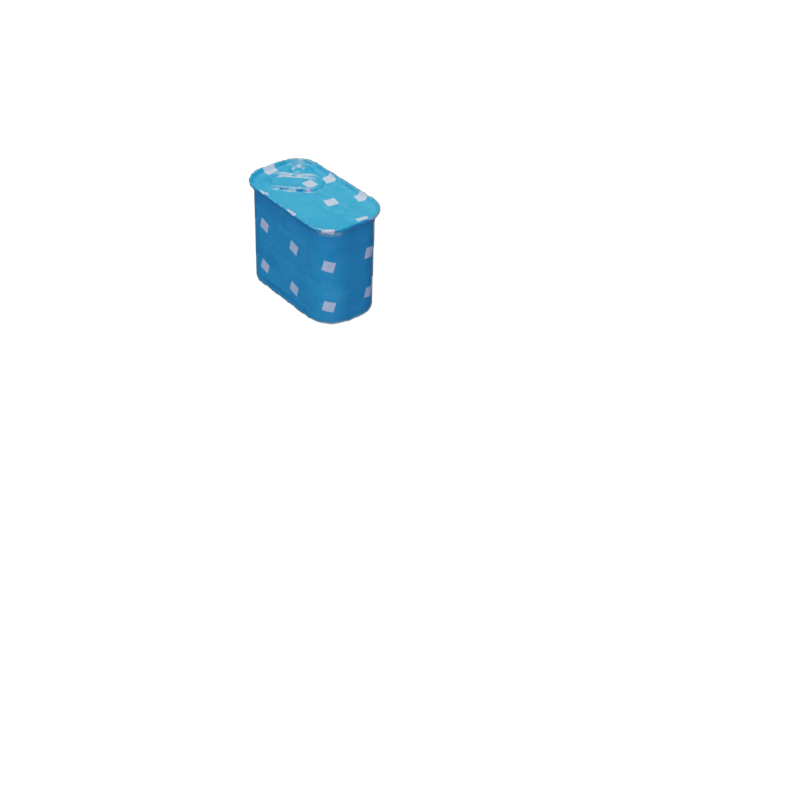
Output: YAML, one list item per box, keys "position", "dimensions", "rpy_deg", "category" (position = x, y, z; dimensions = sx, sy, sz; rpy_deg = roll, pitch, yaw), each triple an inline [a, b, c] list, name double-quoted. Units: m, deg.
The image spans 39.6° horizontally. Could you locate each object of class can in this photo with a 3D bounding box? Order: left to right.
- position: [-0.062, -0.114, 0.796]
  dimensions: [0.057, 0.078, 0.109]
  rpy_deg: [-24, 44, -31]
  category: "can"
